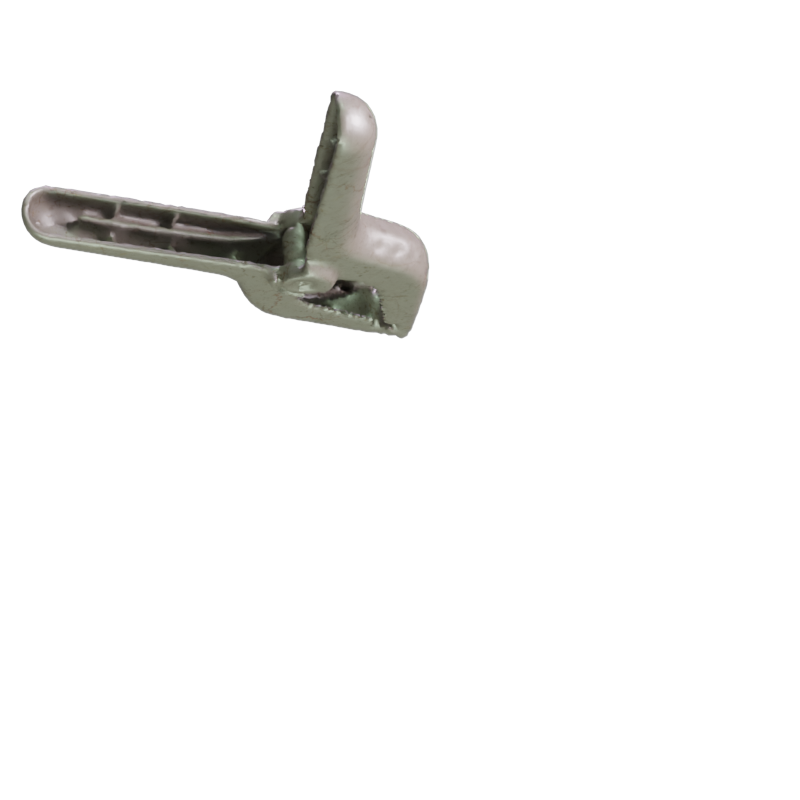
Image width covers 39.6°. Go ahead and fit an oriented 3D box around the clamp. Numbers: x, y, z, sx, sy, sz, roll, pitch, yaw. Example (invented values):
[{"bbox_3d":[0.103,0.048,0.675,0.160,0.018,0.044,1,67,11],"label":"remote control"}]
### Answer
[{"bbox_3d":[-0.039,-0.072,0.503,0.167,0.038,0.197,-12,-20,33],"label":"clamp"}]
